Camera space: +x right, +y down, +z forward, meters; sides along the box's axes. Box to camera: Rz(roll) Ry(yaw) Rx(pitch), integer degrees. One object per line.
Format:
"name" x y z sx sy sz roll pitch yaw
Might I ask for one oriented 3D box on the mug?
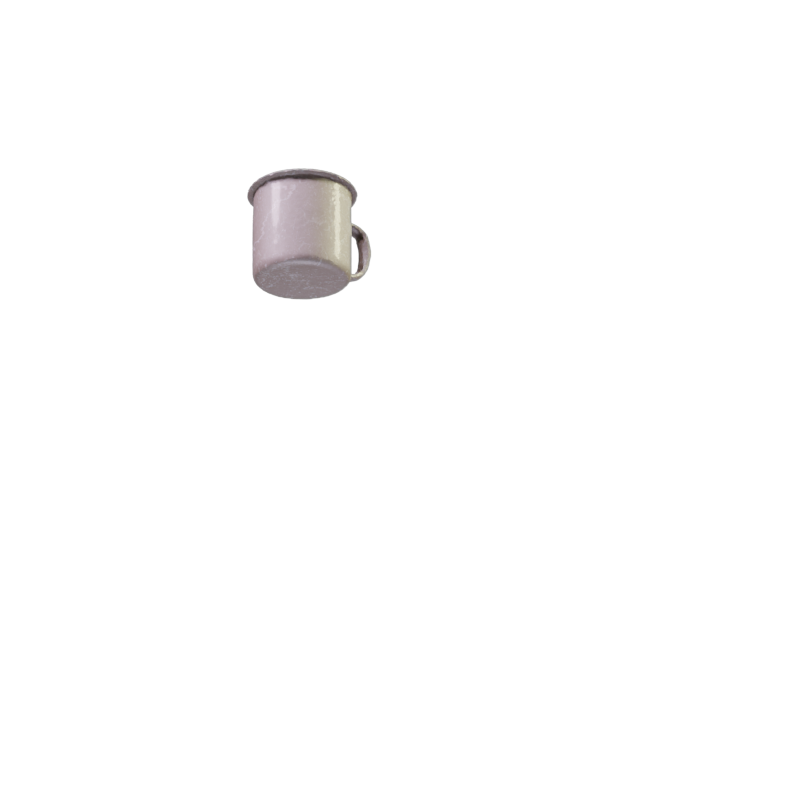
"mug" -0.073 -0.132 0.928 0.111 0.086 0.094 17 -28 -38
